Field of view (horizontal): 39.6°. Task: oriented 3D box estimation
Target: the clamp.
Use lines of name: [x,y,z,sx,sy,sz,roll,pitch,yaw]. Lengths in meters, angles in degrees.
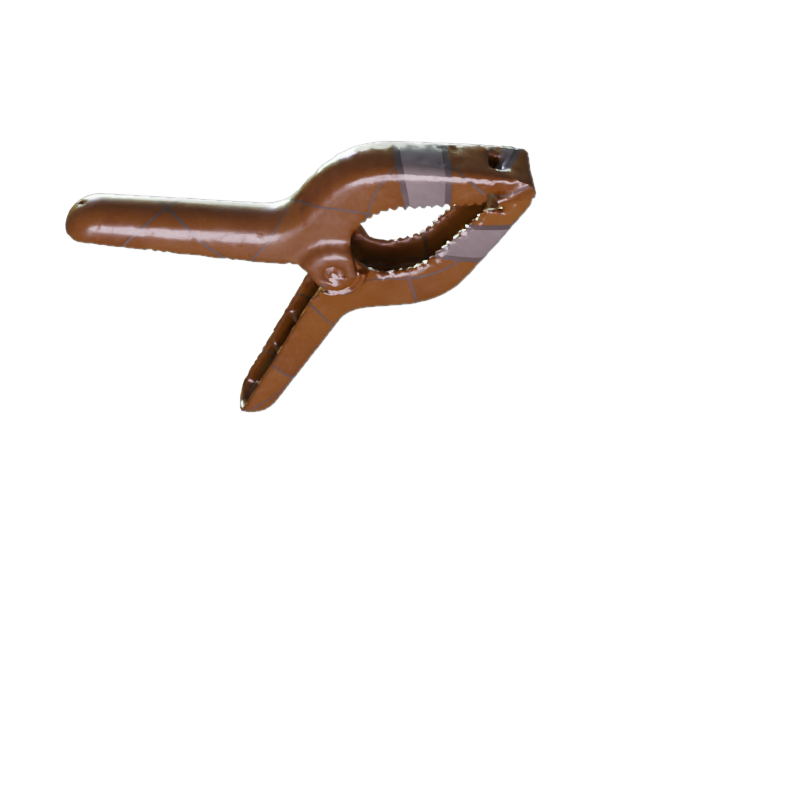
clamp: [-0.041,-0.075,0.525,0.210,0.039,0.153,-24,-46,25]
